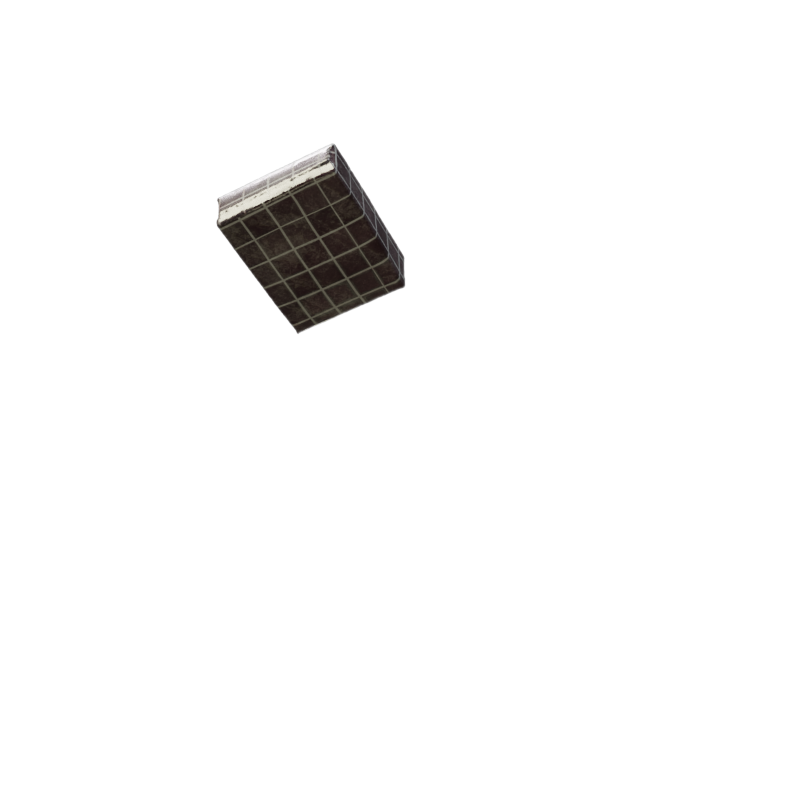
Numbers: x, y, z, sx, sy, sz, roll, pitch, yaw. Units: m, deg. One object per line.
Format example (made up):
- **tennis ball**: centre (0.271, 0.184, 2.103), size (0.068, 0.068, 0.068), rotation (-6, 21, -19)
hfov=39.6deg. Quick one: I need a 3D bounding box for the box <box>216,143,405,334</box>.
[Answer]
- **box**: centre (-0.059, -0.108, 0.754), size (0.090, 0.105, 0.042), rotation (-22, 35, 16)
